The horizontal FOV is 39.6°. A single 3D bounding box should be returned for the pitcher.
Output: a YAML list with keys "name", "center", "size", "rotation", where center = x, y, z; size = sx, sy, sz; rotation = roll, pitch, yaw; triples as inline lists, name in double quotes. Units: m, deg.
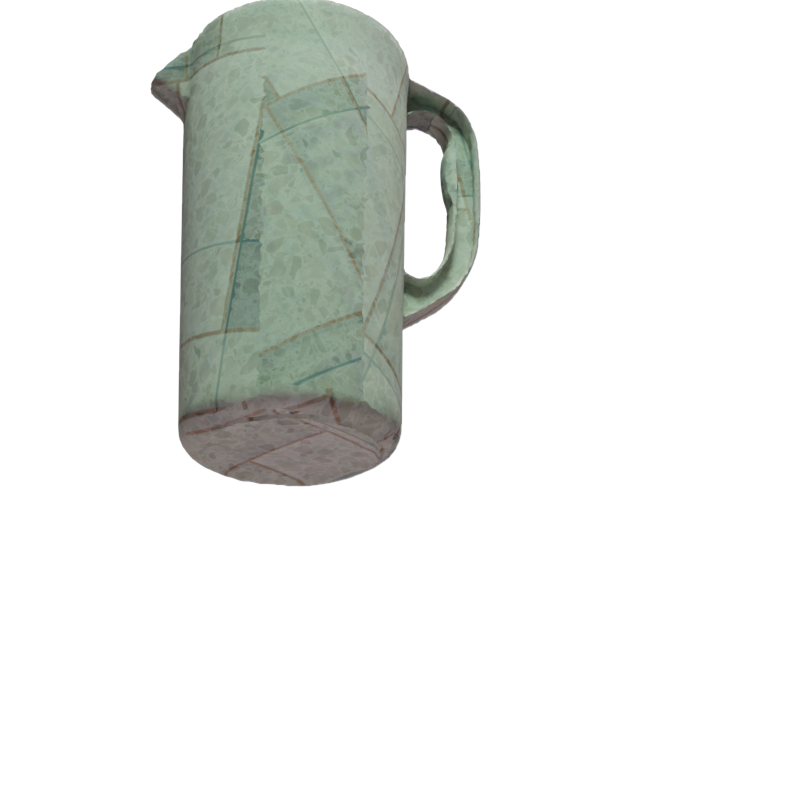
- name: "pitcher"
  center: [-0.047, -0.085, 0.594]
  size: [0.151, 0.259, 0.134]
  rotation: [-18, -33, 27]
